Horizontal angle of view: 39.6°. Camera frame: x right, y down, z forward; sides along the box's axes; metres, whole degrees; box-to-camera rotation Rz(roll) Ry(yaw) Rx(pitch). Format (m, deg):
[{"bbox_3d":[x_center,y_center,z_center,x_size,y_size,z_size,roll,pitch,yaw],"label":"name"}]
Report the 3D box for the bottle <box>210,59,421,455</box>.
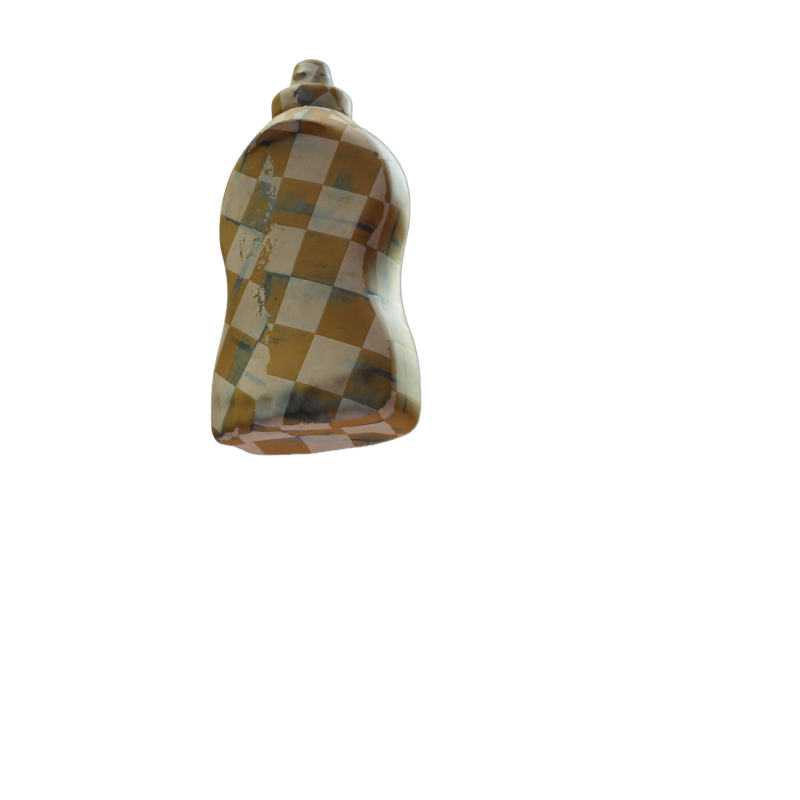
[{"bbox_3d":[-0.041,-0.075,0.527,0.098,0.201,0.054,-13,-24,29],"label":"bottle"}]
